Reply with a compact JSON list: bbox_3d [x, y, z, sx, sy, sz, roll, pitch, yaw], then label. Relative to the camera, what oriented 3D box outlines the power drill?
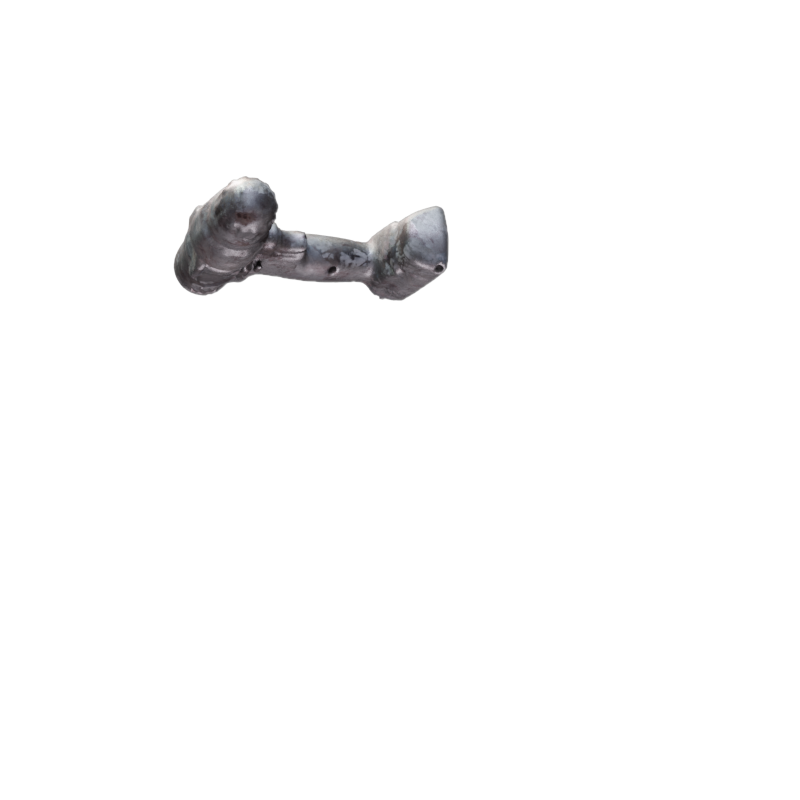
[{"bbox_3d":[-0.064,-0.116,0.816,0.183,0.059,0.184,3,-9,-19],"label":"power drill"}]
